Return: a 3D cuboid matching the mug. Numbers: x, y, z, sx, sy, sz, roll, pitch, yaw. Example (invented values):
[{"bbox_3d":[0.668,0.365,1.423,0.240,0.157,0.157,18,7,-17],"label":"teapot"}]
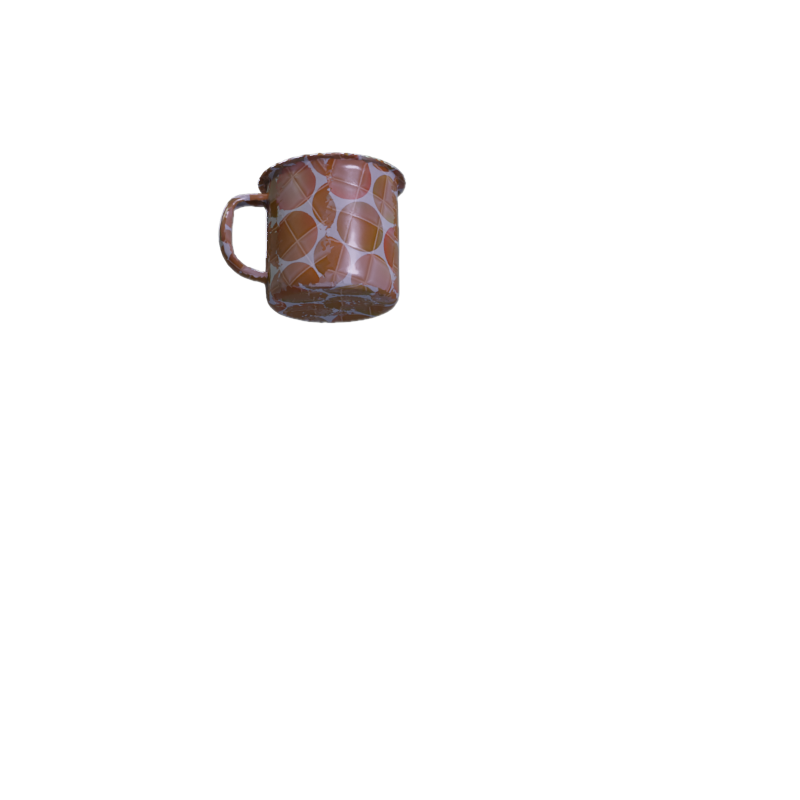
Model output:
[{"bbox_3d":[-0.053,-0.097,0.680,0.115,0.085,0.091,4,-17,-16],"label":"mug"}]
